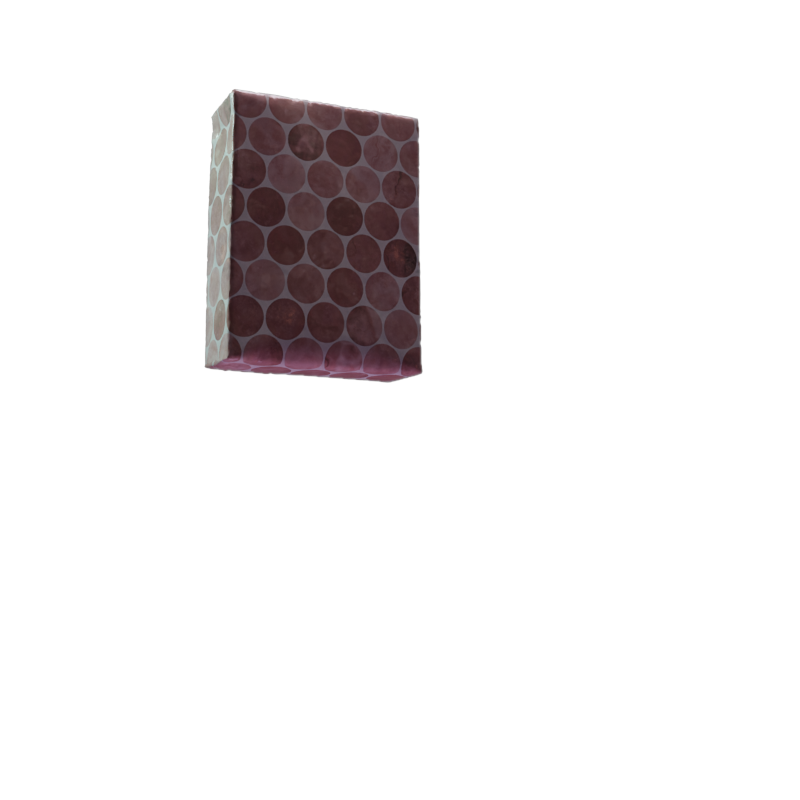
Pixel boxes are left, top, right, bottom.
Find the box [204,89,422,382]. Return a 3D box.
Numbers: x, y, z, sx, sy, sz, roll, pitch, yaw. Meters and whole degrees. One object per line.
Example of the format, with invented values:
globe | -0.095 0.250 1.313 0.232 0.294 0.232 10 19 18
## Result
box | -0.069 -0.126 0.885 0.159 0.221 0.072 5 -15 -23
